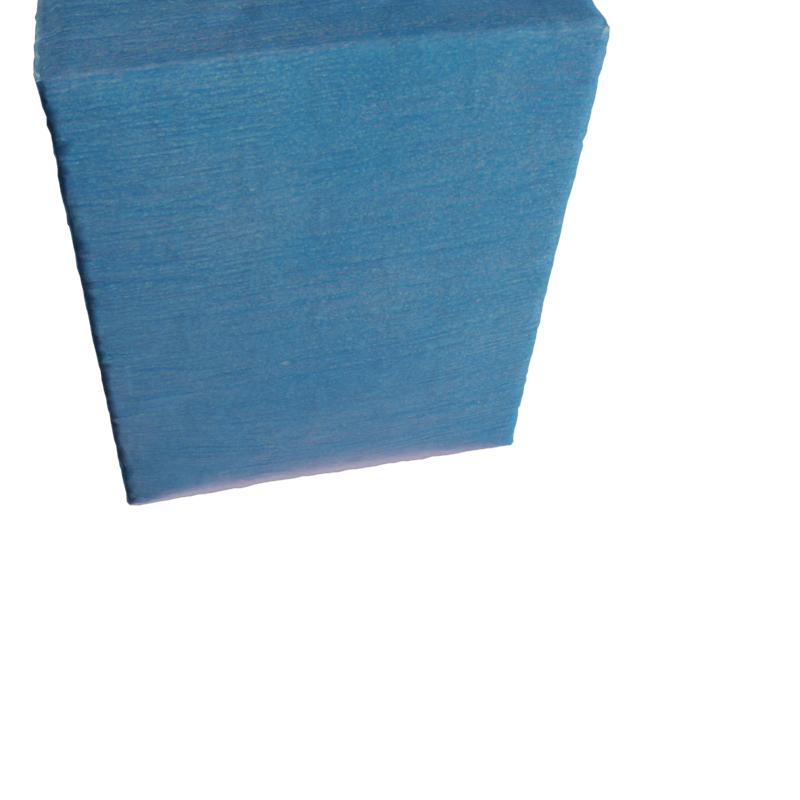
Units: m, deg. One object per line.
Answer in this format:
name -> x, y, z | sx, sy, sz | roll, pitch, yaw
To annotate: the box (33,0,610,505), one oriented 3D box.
box -> -0.031, -0.057, 0.402 | 0.163, 0.078, 0.199 | -7, -40, -9
